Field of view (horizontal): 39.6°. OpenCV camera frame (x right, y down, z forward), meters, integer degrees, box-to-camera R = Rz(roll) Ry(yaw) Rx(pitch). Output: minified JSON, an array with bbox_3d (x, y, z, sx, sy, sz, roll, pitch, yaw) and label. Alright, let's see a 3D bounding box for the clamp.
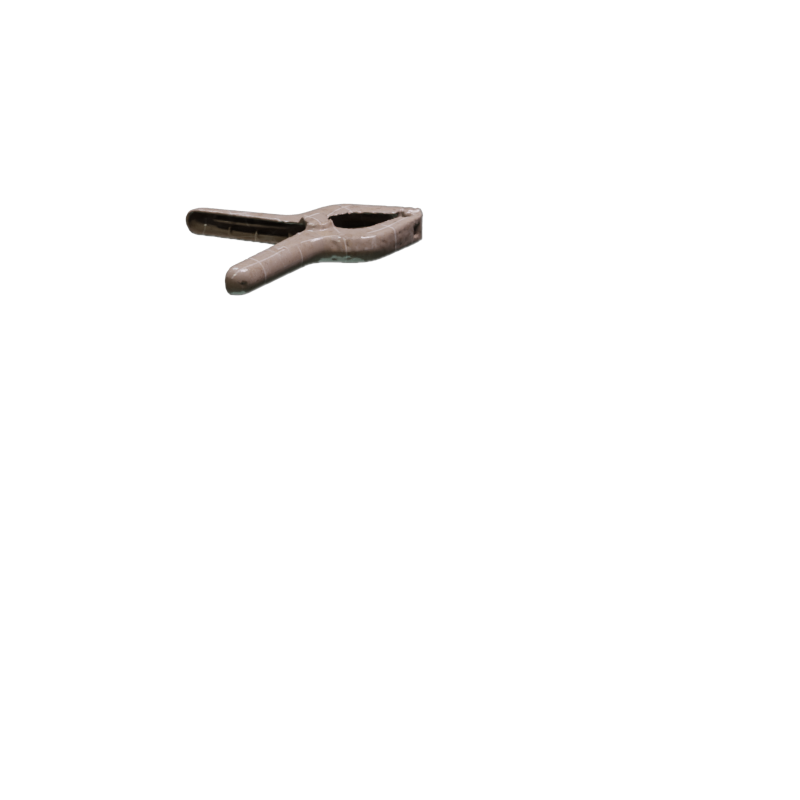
[{"bbox_3d":[-0.076,-0.138,0.970,0.207,0.034,0.176,-6,30,-11],"label":"clamp"}]
